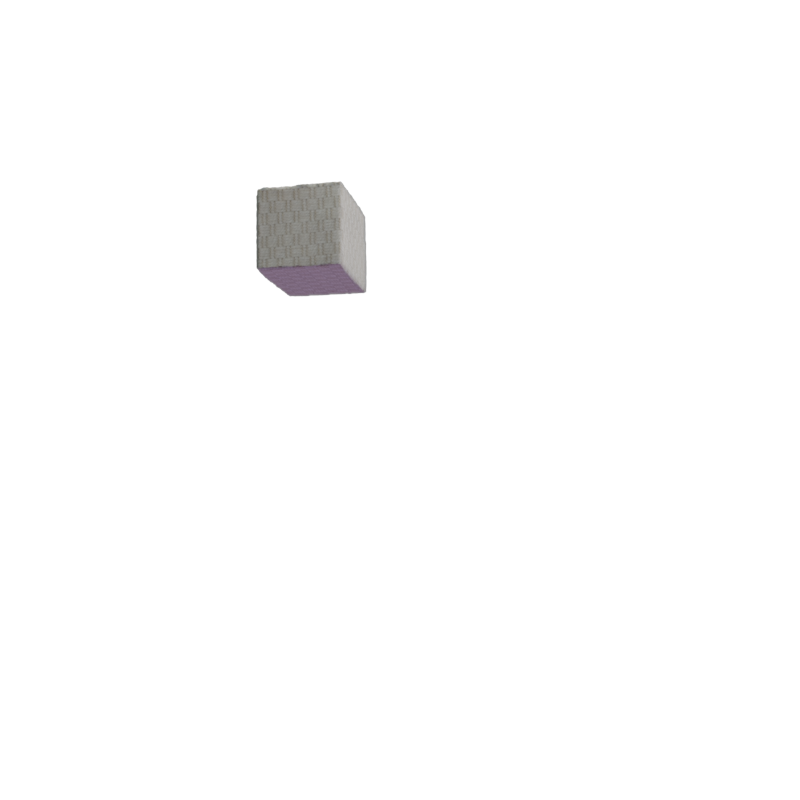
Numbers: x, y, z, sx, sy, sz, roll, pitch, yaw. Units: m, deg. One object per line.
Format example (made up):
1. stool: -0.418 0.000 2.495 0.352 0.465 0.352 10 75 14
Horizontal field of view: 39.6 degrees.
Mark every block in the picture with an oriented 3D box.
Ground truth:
1. block: -0.053 -0.097 0.678 0.053 0.053 0.075 -2 -10 10
